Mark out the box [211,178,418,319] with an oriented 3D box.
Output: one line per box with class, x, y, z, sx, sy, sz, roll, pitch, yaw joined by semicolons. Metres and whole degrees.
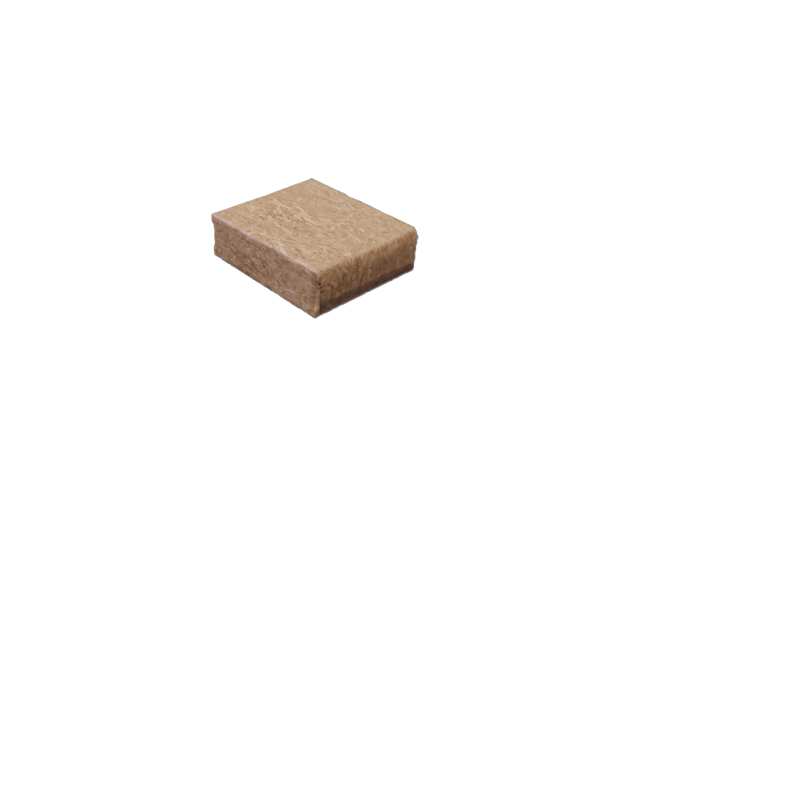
box;-0.047;-0.086;0.600;0.073;0.028;0.095;-26;42;-34
